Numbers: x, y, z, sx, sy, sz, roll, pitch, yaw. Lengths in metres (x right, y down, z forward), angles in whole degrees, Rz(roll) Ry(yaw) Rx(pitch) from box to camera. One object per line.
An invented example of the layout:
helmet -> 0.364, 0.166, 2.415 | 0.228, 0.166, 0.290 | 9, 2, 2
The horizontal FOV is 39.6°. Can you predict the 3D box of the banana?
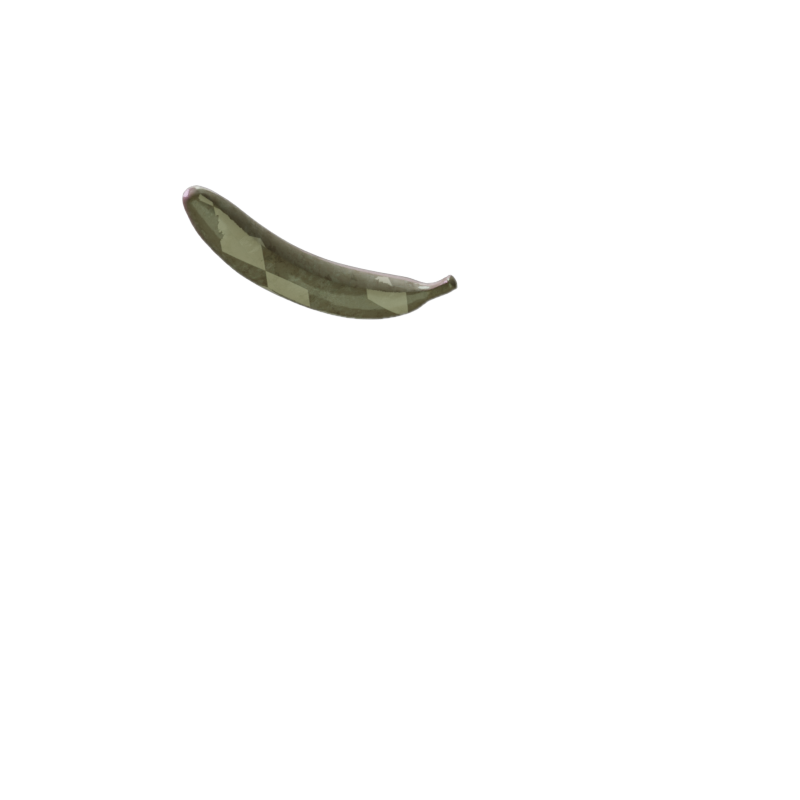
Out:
banana -> -0.063, -0.095, 0.766 | 0.192, 0.067, 0.039 | 17, 39, -14
